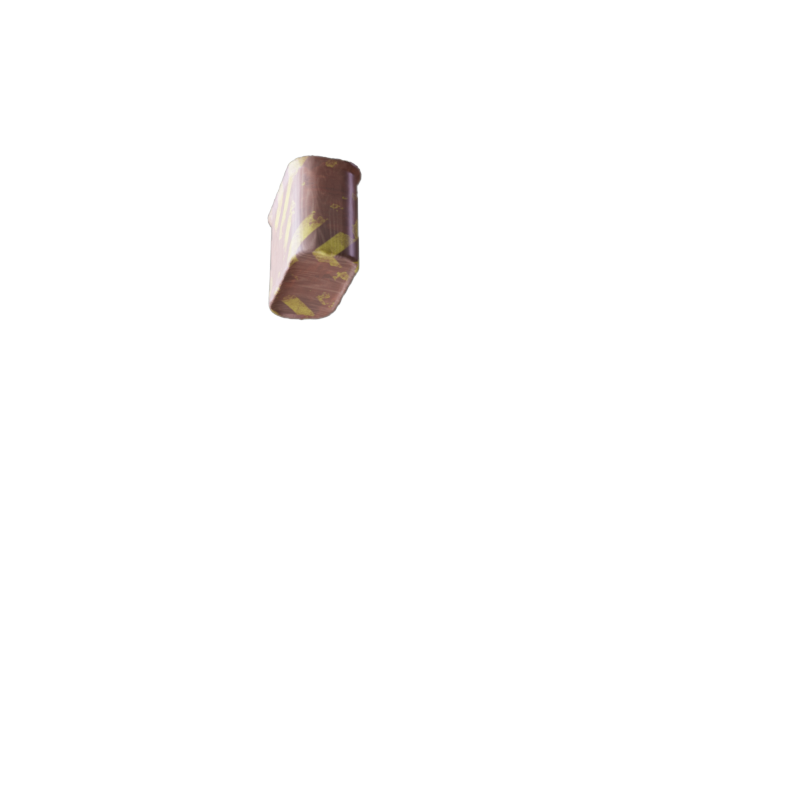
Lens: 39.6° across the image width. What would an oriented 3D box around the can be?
[{"bbox_3d":[-0.065,-0.119,0.831,0.056,0.089,0.098,8,-31,-16],"label":"can"}]
